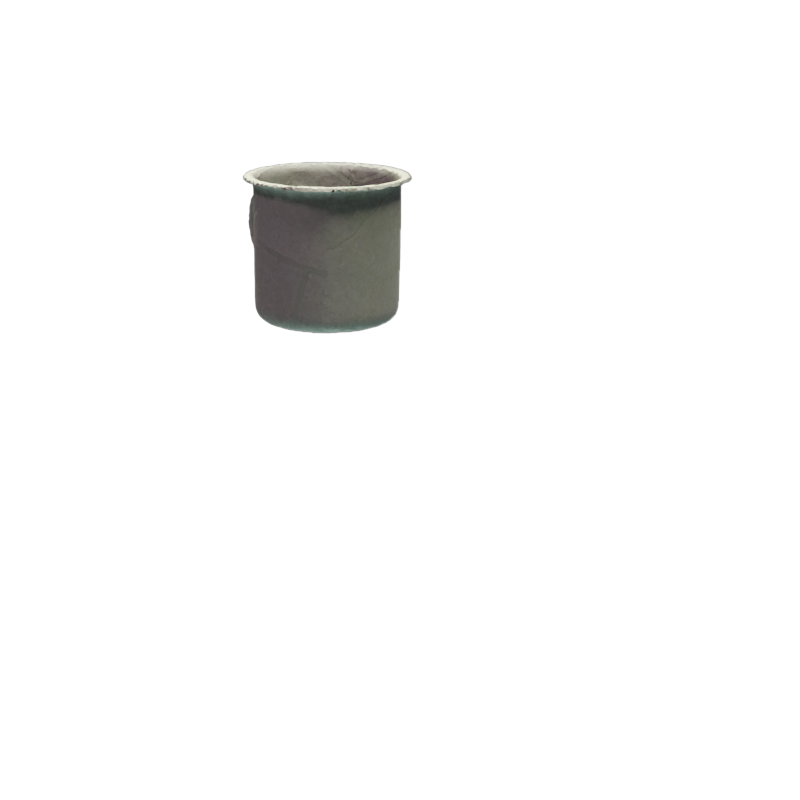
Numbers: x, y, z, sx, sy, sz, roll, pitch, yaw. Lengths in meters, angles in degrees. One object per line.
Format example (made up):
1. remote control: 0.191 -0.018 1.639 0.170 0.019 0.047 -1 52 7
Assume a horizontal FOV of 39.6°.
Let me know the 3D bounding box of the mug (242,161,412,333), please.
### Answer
1. mug: -0.049 -0.090 0.629 0.091 0.079 0.124 -14 23 -40
